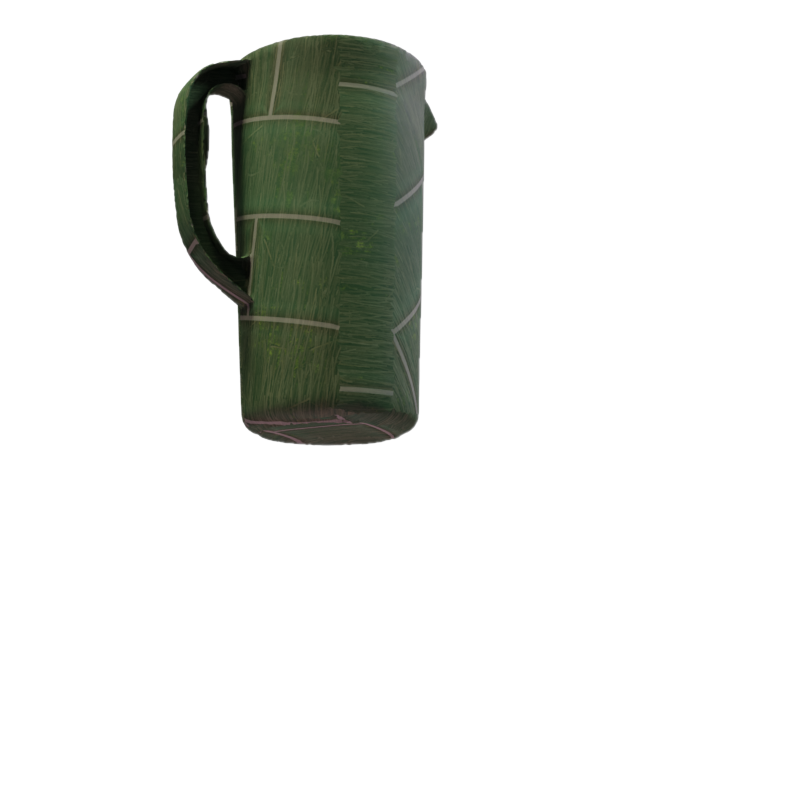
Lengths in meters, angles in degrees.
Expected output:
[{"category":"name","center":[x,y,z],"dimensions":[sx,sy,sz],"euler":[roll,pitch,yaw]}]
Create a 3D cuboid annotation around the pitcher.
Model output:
[{"category":"pitcher","center":[-0.055,-0.100,0.703],"dimensions":[0.151,0.253,0.137],"euler":[-5,-17,13]}]
